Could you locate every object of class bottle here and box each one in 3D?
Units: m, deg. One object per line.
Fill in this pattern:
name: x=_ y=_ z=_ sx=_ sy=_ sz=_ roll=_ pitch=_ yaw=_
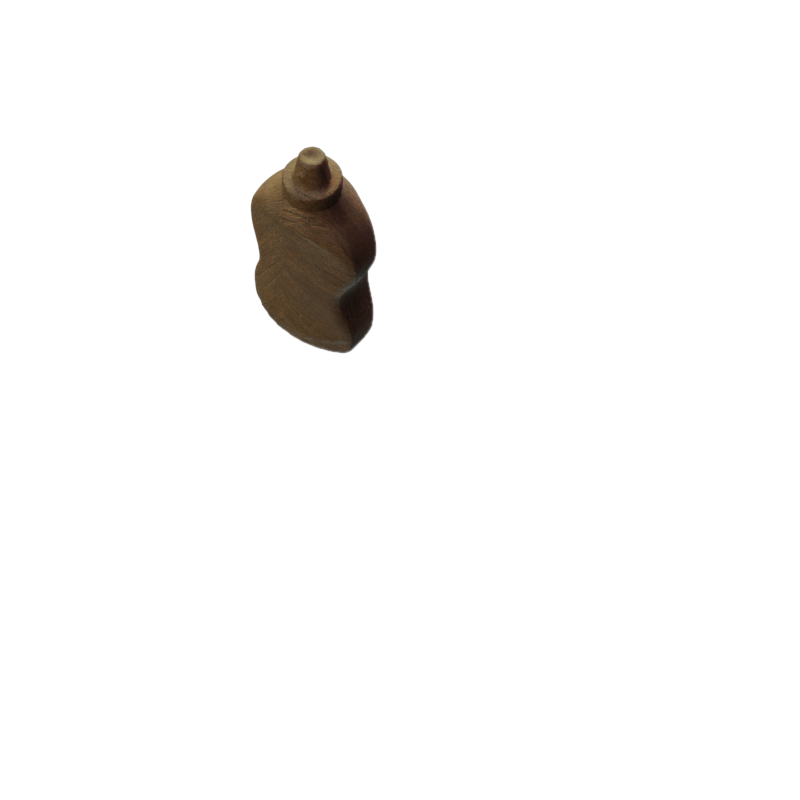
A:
bottle: x=-0.062 y=-0.113 z=0.792 sx=0.101 sy=0.059 sz=0.180 roll=36 pitch=-26 yaw=17
